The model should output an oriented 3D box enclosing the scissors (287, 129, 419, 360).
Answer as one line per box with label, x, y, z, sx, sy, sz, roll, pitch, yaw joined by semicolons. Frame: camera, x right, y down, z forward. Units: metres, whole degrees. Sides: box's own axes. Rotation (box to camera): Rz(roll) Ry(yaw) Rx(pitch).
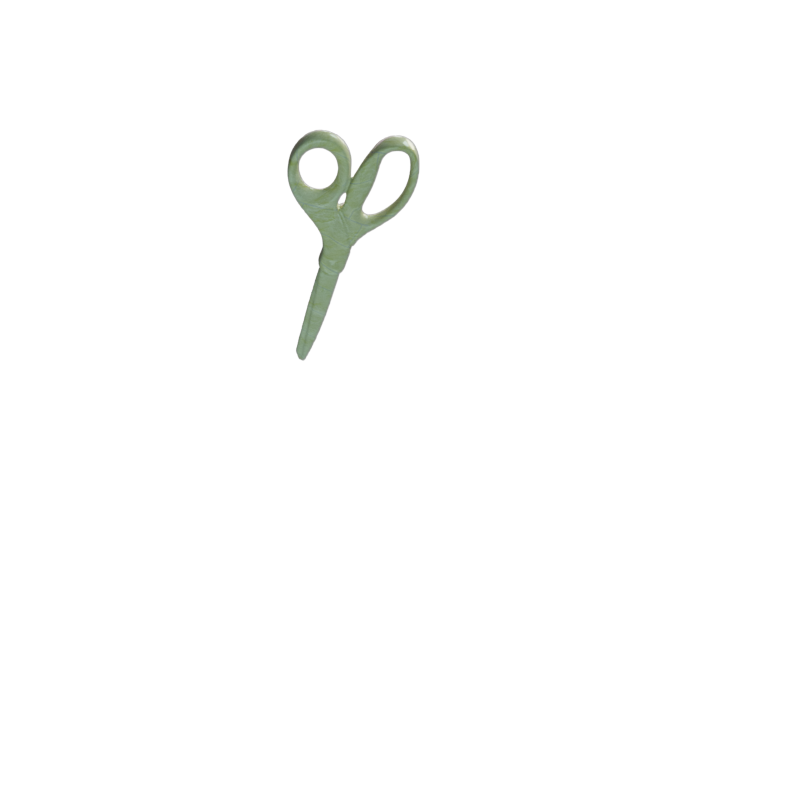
scissors;-0.061;-0.111;0.775;0.092;0.196;0.017;26;34;-20
